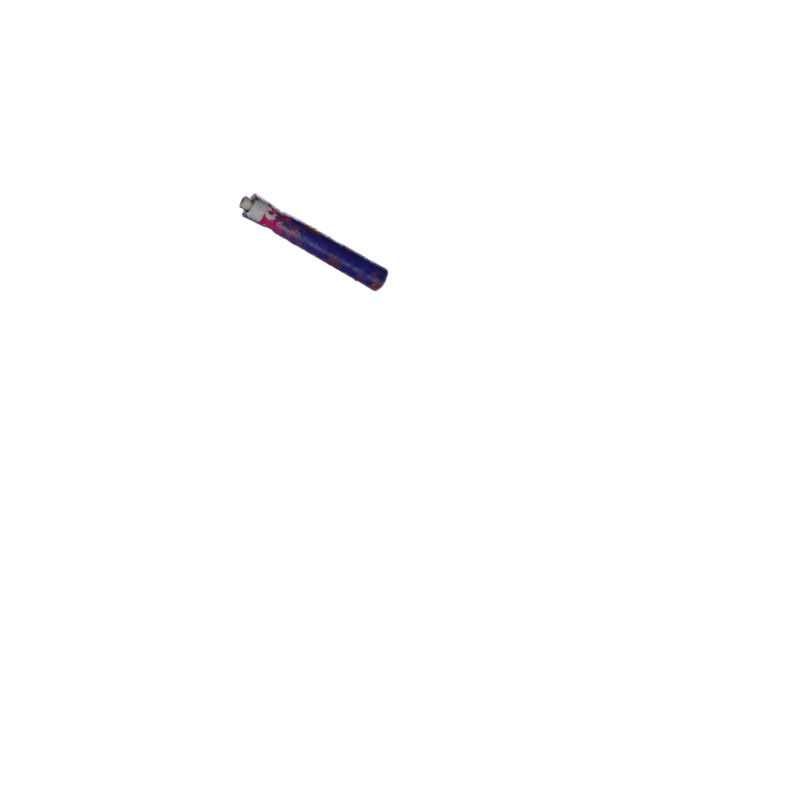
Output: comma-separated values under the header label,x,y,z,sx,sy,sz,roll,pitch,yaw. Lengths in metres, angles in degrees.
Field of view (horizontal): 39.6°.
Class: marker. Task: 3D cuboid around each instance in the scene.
label,x,y,z,sx,sy,sz,roll,pitch,yaw
marker,-0.062,-0.113,0.794,0.116,0.020,0.020,28,-7,-20
